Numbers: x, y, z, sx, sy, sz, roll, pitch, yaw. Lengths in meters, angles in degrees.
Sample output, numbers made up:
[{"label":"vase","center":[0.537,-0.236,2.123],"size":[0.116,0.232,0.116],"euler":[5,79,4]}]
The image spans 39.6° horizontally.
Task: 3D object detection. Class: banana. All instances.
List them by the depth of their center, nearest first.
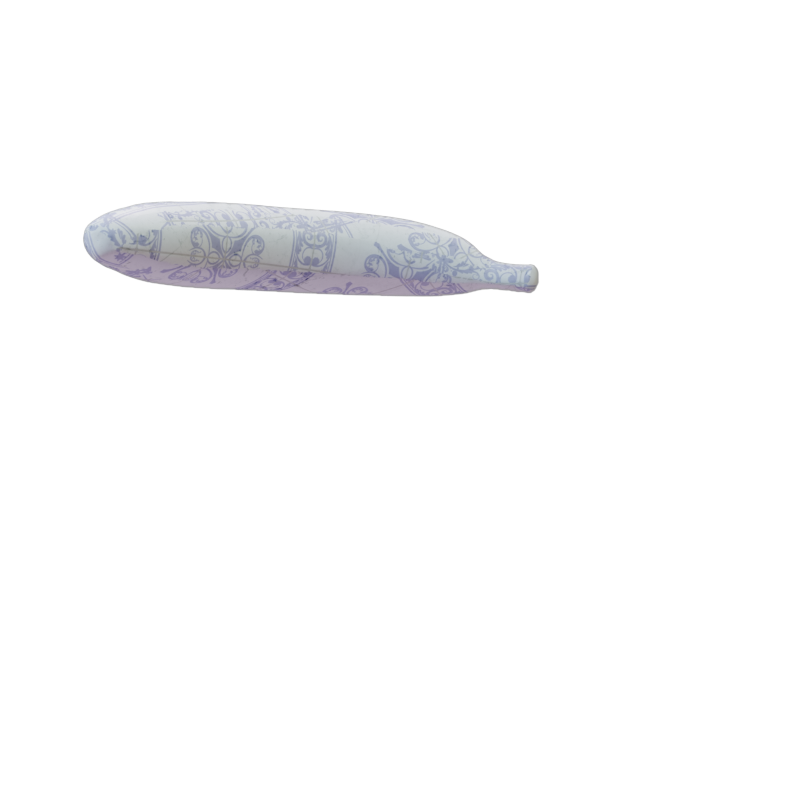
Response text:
[{"label":"banana","center":[-0.041,-0.064,0.467],"size":[0.191,0.037,0.071],"euler":[0,-1,-26]}]
